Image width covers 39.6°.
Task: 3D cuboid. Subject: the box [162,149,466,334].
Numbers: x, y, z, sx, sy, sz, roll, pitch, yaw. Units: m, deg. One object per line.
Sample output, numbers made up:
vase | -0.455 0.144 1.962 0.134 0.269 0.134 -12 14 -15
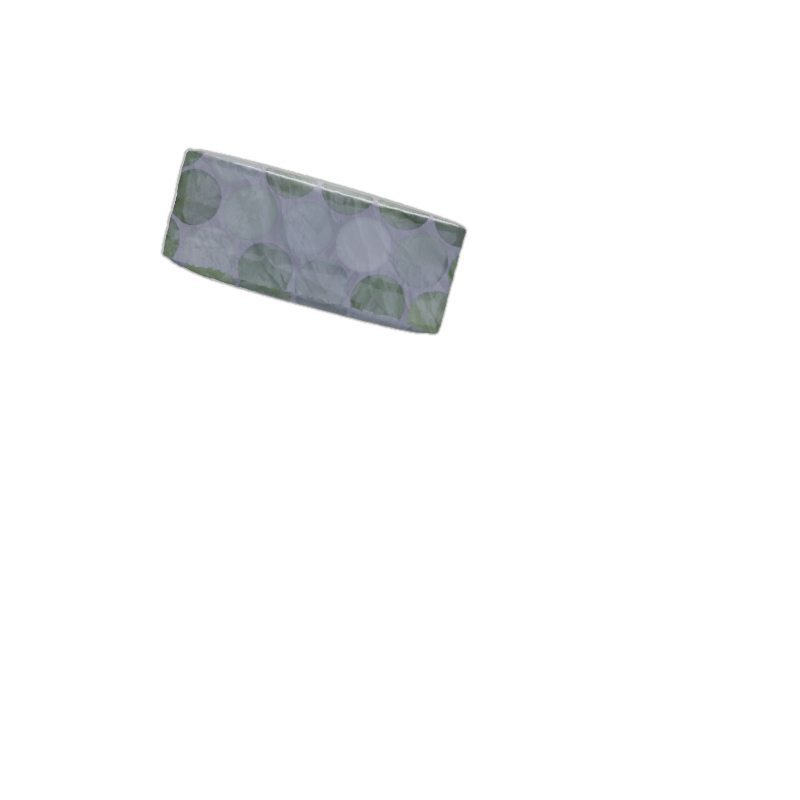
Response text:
box | -0.056 -0.102 0.717 0.163 0.071 0.216 15 7 -4
